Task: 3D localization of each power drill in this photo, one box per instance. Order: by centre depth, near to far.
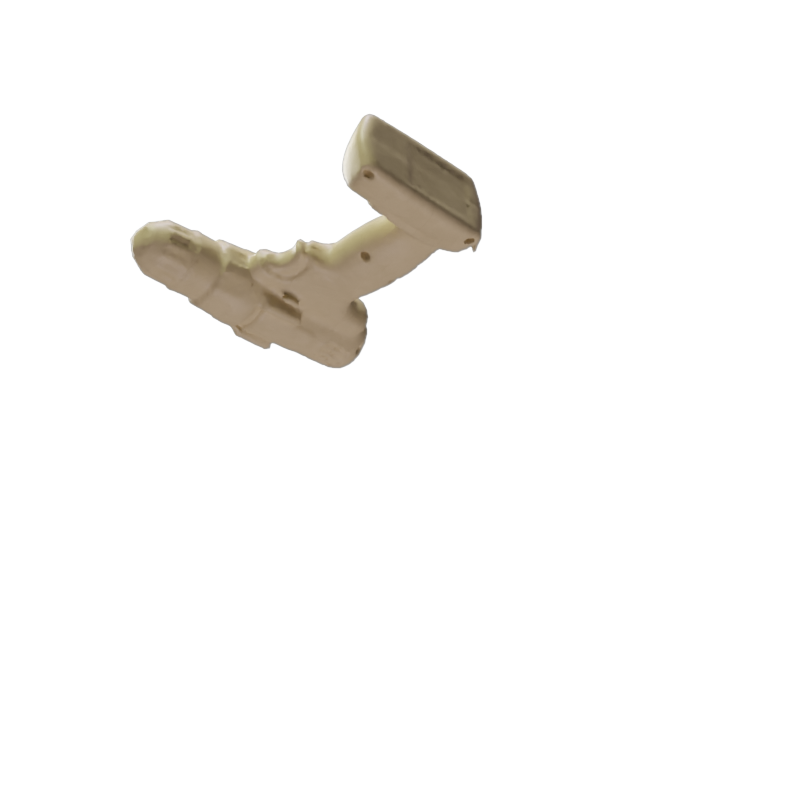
[{"bbox_3d":[-0.056,-0.102,0.717,0.174,0.061,0.186,26,-43,-33],"label":"power drill"}]
